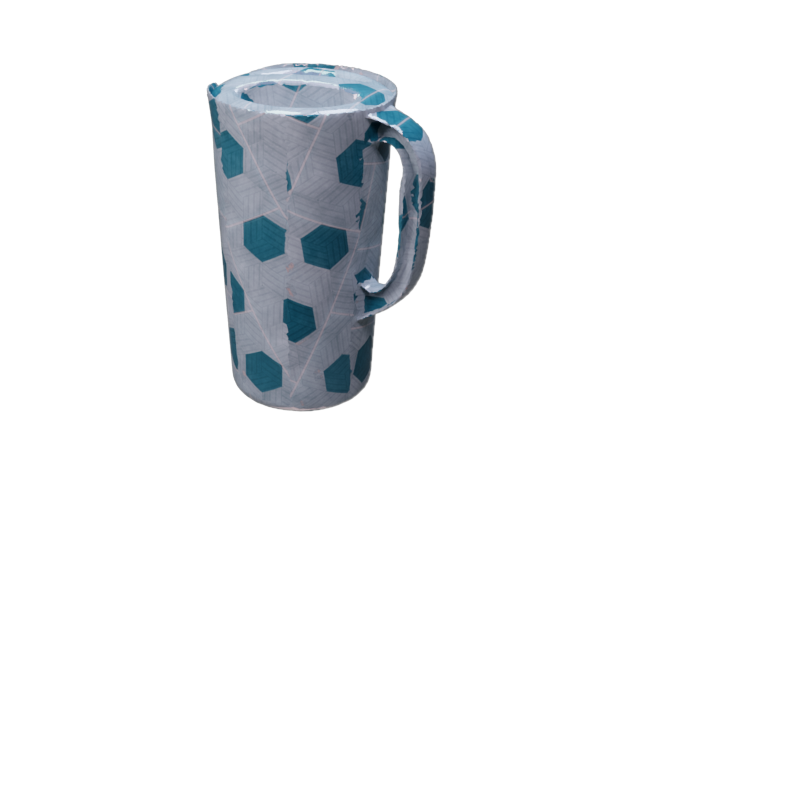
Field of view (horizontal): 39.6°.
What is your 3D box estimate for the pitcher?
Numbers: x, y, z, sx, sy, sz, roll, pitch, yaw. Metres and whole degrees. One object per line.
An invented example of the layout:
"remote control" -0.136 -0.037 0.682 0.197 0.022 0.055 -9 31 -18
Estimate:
"pitcher" -0.063 -0.116 0.810 0.143 0.230 0.159 -4 27 -11
